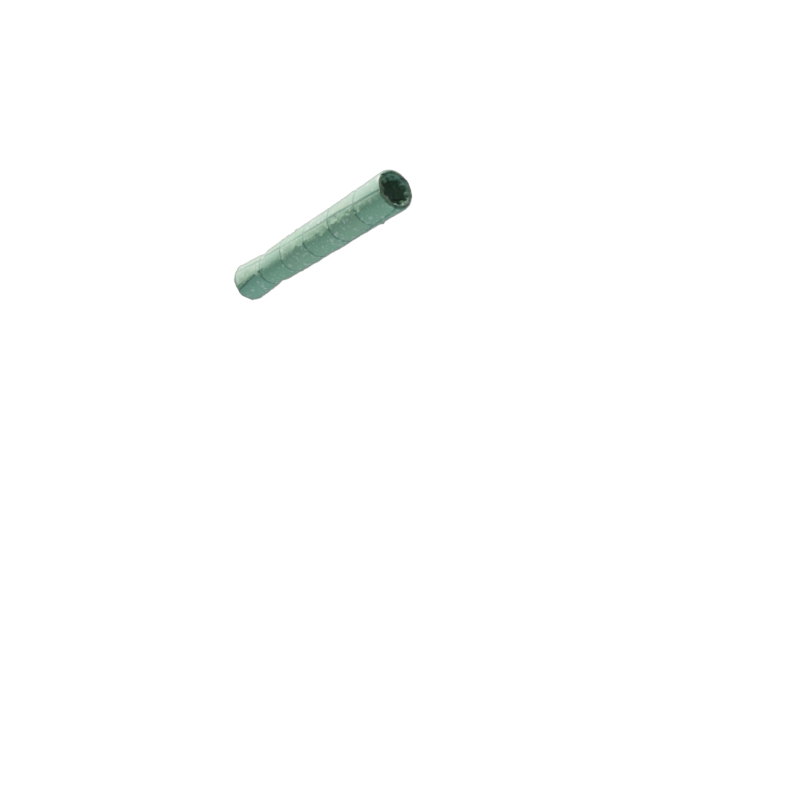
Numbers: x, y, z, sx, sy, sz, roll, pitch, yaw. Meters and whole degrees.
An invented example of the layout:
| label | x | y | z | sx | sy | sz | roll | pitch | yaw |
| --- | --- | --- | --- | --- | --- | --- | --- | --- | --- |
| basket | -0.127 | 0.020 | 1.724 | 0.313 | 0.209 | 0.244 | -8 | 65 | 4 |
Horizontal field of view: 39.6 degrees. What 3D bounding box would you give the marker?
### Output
| label | x | y | z | sx | sy | sz | roll | pitch | yaw |
| --- | --- | --- | --- | --- | --- | --- | --- | --- | --- |
| marker | -0.039 | -0.072 | 0.504 | 0.019 | 0.020 | 0.121 | -3 | -13 | -40 |
